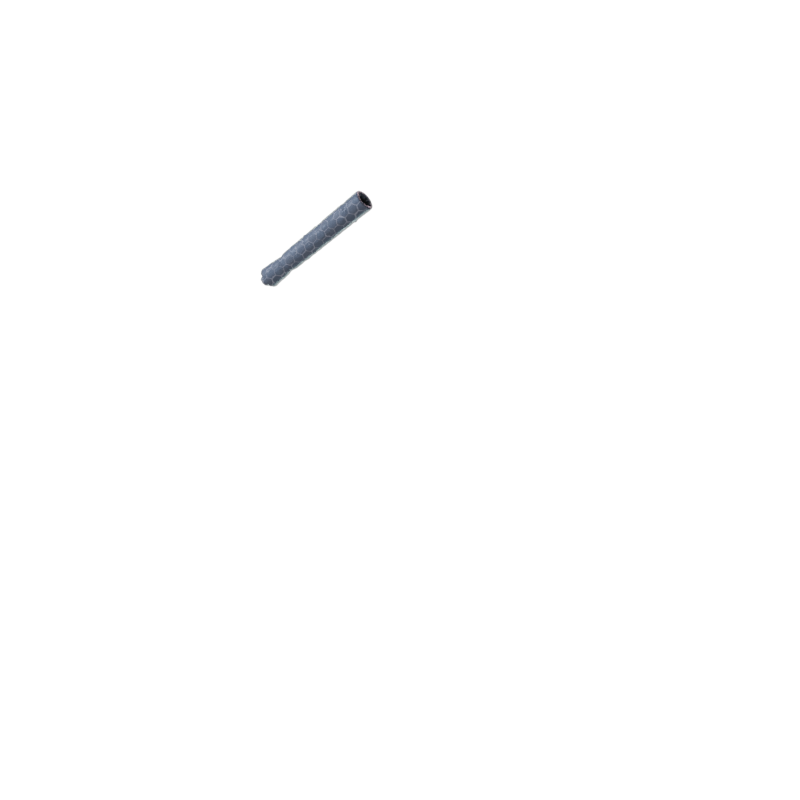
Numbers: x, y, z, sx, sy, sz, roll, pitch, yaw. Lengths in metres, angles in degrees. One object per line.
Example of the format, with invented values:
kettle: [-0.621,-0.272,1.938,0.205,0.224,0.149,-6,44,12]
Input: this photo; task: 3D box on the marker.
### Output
marker: [-0.073,-0.133,0.928,0.120,0.021,0.019,-35,-14,27]
